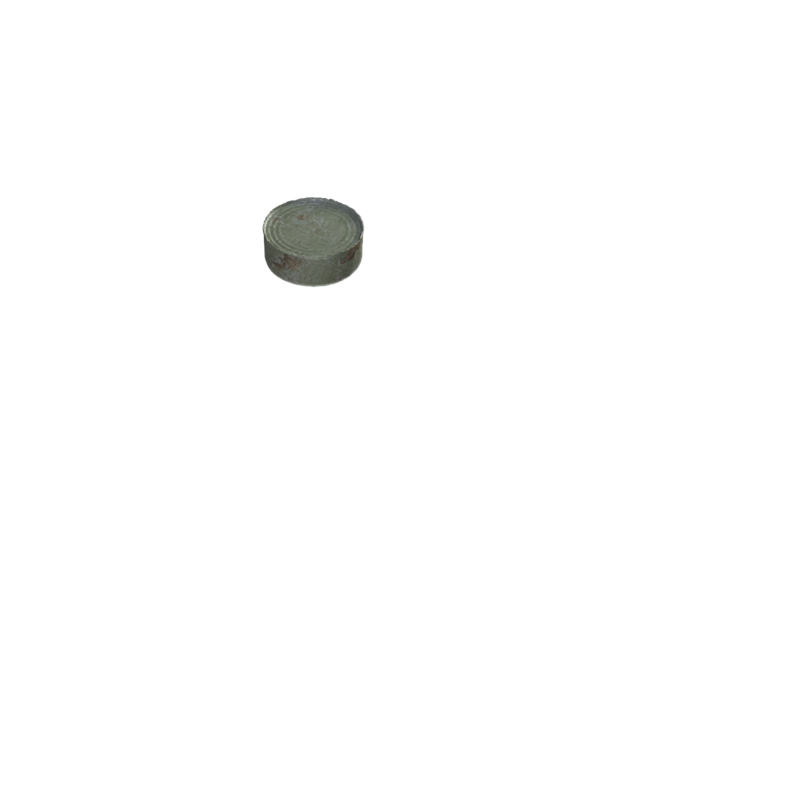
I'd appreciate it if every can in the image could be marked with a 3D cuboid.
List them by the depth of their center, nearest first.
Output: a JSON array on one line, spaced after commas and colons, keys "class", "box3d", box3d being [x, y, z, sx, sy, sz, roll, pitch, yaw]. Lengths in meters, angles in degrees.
[{"class": "can", "box3d": [-0.074, -0.135, 0.943, 0.086, 0.031, 0.092, -1, 42, -2]}]
